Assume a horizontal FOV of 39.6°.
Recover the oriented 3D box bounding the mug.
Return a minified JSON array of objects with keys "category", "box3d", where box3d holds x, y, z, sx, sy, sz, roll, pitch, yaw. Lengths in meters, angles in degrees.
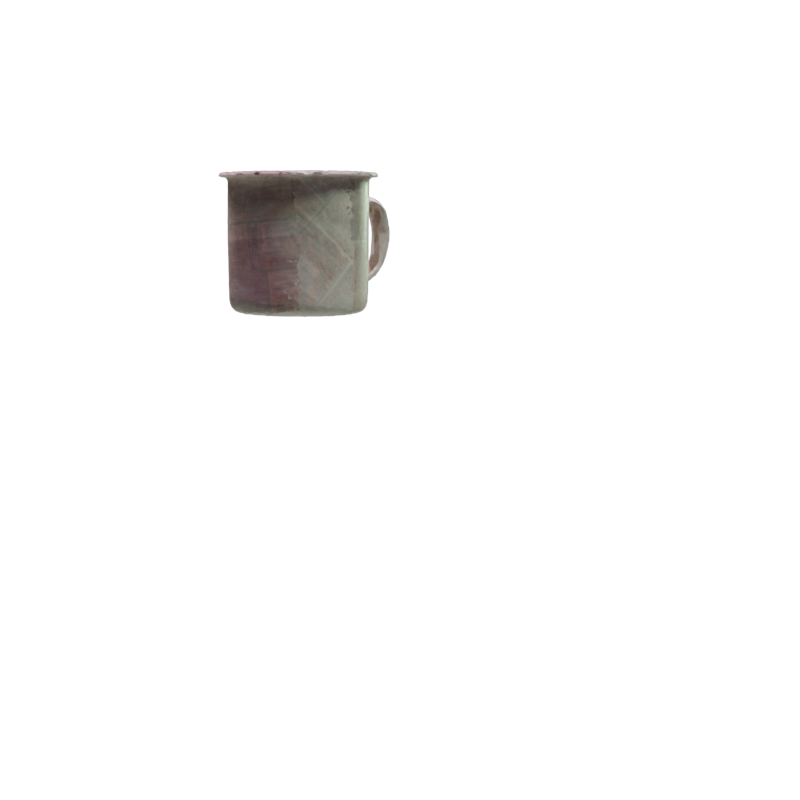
[{"category":"mug","box3d":[-0.051,-0.094,0.657,0.097,0.081,0.113,6,9,44]}]
